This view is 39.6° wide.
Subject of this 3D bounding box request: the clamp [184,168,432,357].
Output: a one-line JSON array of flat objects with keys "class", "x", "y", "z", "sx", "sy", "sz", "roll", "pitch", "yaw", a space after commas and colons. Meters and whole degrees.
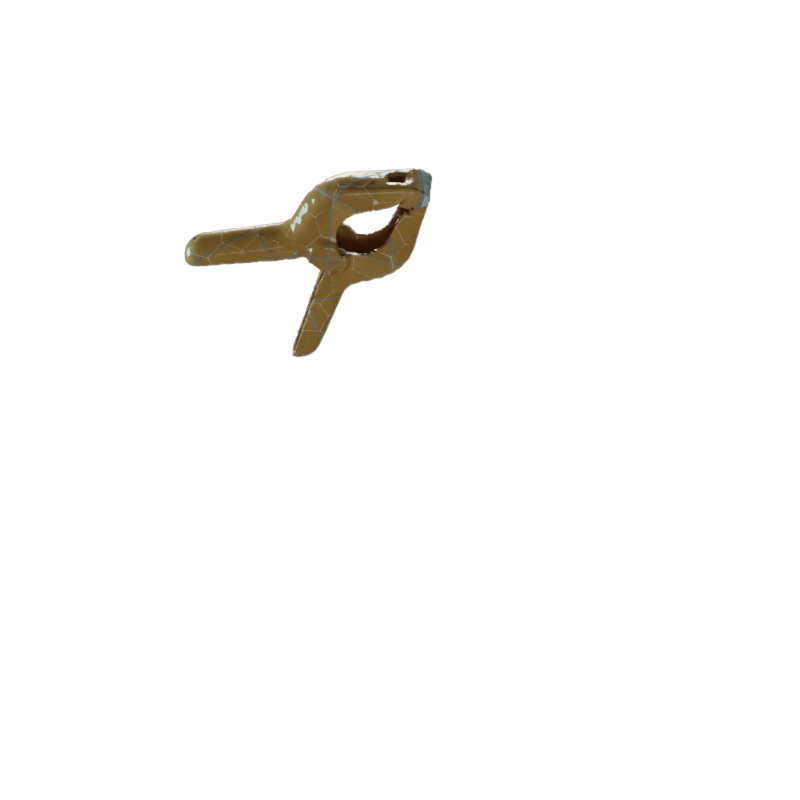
[{"class": "clamp", "x": -0.057, "y": -0.104, "z": 0.728, "sx": 0.114, "sy": 0.042, "sz": 0.169, "roll": 32, "pitch": -55, "yaw": -27}]
